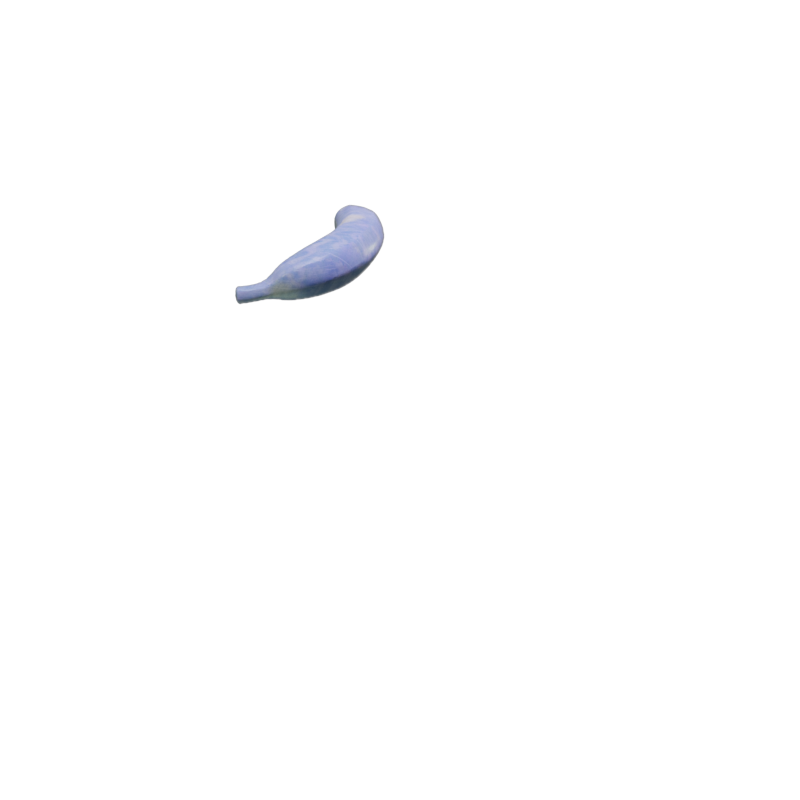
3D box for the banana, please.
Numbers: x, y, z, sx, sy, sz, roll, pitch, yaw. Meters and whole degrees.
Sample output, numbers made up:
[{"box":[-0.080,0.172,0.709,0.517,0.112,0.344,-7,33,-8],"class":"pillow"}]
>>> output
[{"box":[-0.049,-0.114,0.818,0.072,0.035,0.201,8,25,18],"class":"banana"}]
